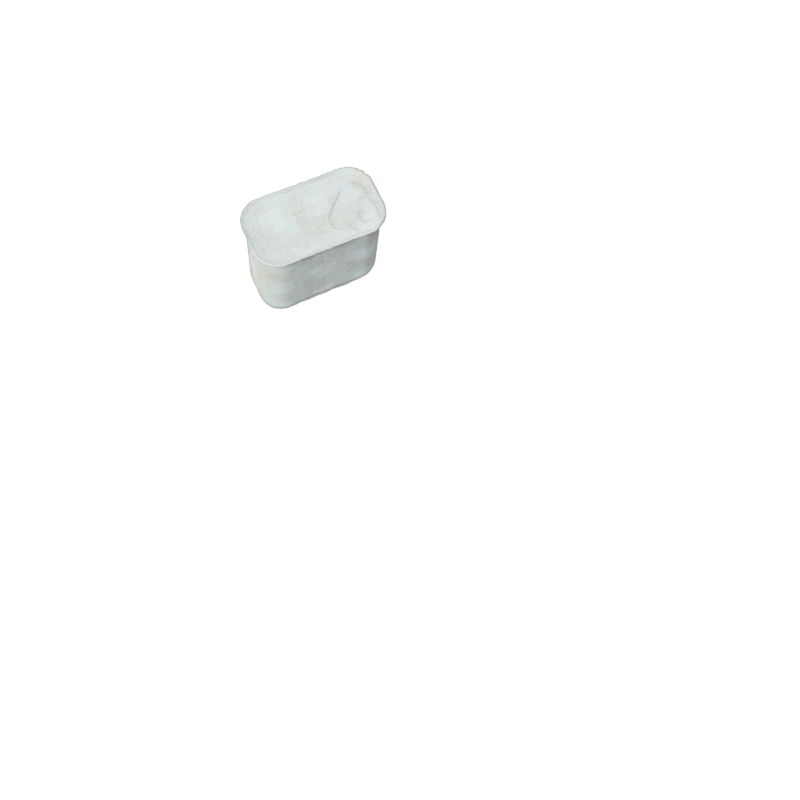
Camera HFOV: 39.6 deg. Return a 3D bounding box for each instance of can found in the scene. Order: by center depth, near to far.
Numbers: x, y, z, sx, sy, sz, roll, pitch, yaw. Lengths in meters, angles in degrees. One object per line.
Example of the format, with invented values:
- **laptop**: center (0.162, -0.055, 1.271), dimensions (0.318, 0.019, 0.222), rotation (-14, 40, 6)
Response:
- **can**: center (-0.065, -0.118, 0.825), dimensions (0.101, 0.061, 0.079), rotation (-22, -20, -11)
